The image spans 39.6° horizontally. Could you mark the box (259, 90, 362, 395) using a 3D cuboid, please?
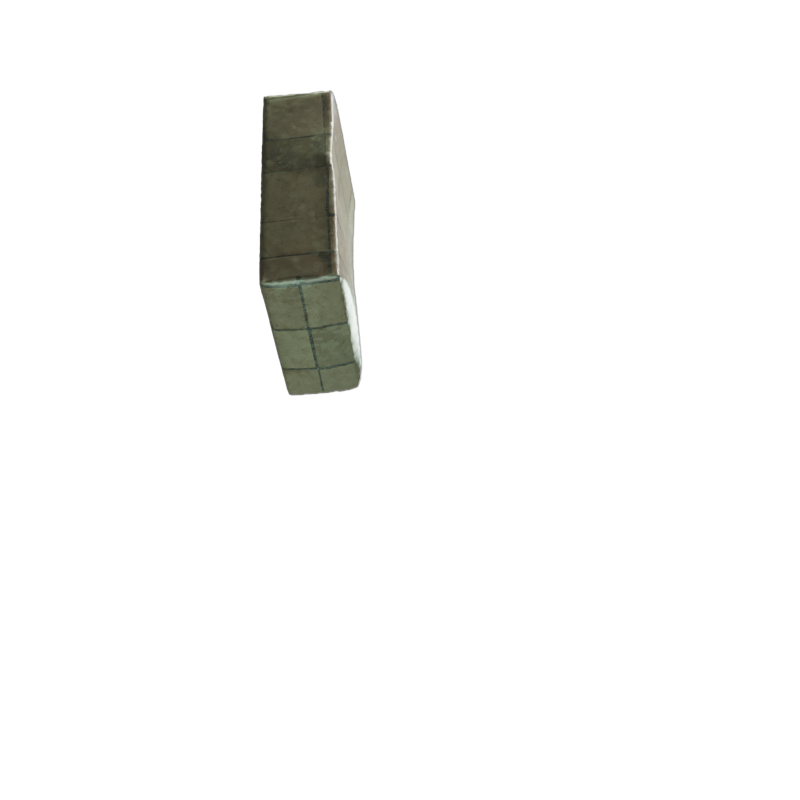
[{"bbox_3d":[-0.076,-0.138,0.966,0.072,0.229,0.152,-5,-37,3],"label":"box"}]
